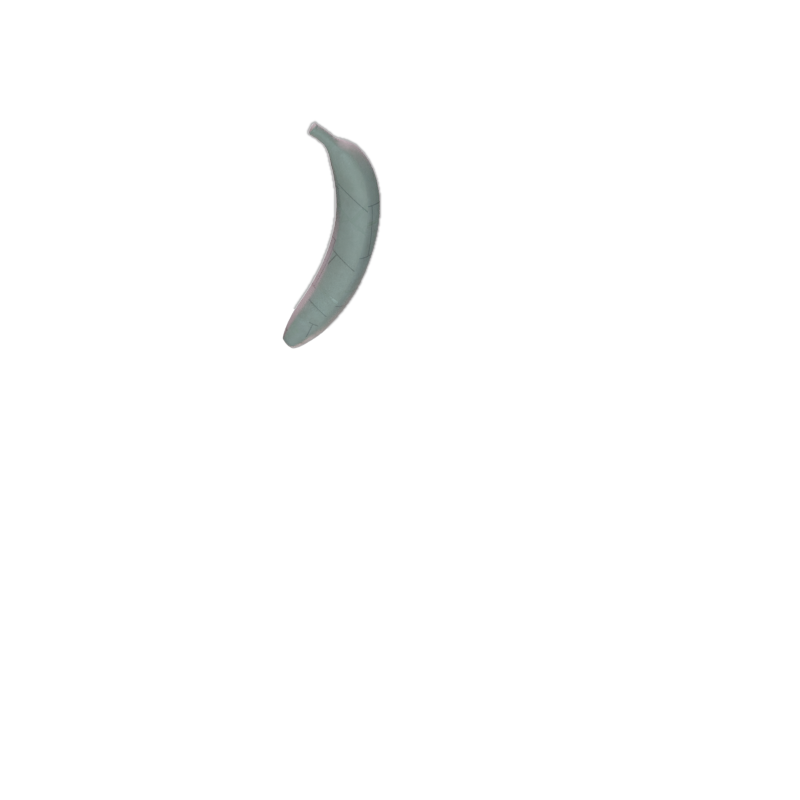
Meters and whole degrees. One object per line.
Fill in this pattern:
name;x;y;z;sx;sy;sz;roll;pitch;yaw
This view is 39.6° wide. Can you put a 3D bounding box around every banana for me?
banana;-0.055;-0.135;0.938;0.069;0.191;0.038;7;16;-3
